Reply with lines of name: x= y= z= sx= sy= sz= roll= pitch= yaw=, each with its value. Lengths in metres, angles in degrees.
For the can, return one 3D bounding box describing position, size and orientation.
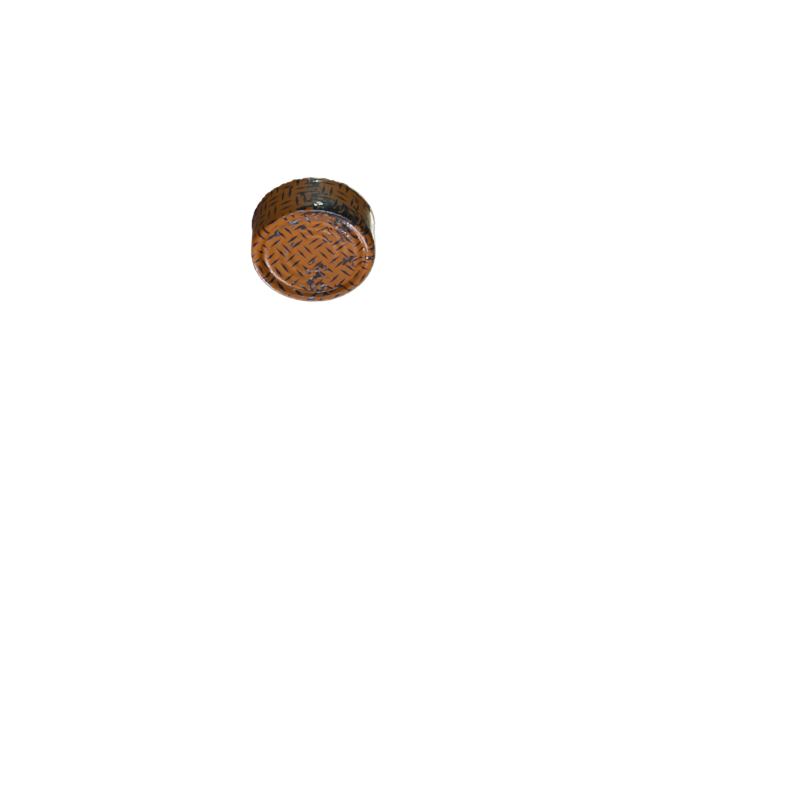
can: x=-0.059 y=-0.108 z=0.756 sx=0.086 sy=0.080 sz=0.036 roll=1 pitch=44 yaw=-1
